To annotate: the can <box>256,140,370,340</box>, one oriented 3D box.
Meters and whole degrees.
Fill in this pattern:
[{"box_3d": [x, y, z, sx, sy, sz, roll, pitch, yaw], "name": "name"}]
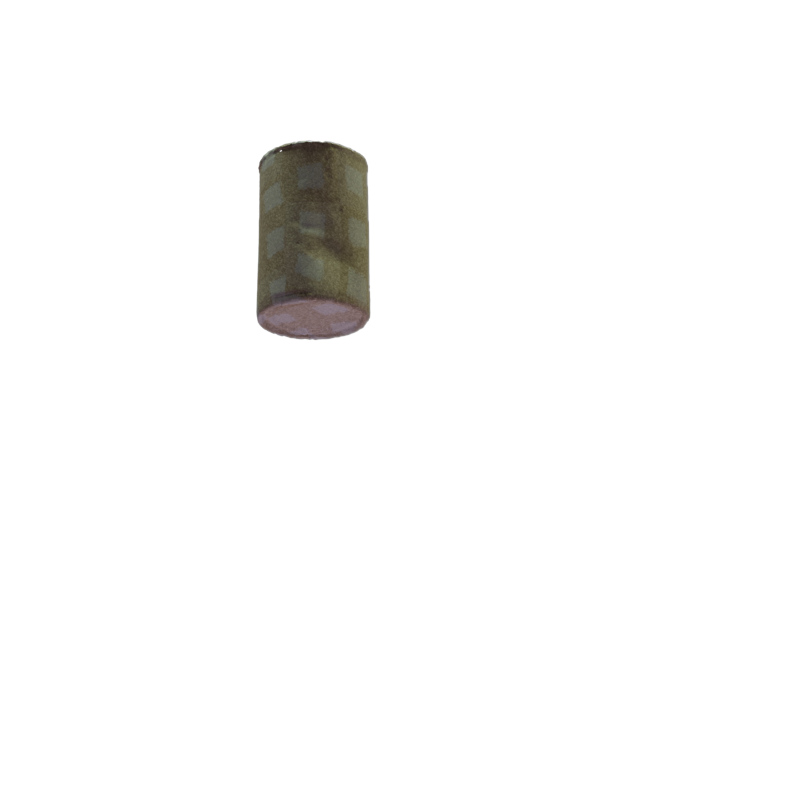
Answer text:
[{"box_3d": [-0.052, -0.095, 0.665, 0.068, 0.108, 0.065, 0, -22, -2], "name": "can"}]
